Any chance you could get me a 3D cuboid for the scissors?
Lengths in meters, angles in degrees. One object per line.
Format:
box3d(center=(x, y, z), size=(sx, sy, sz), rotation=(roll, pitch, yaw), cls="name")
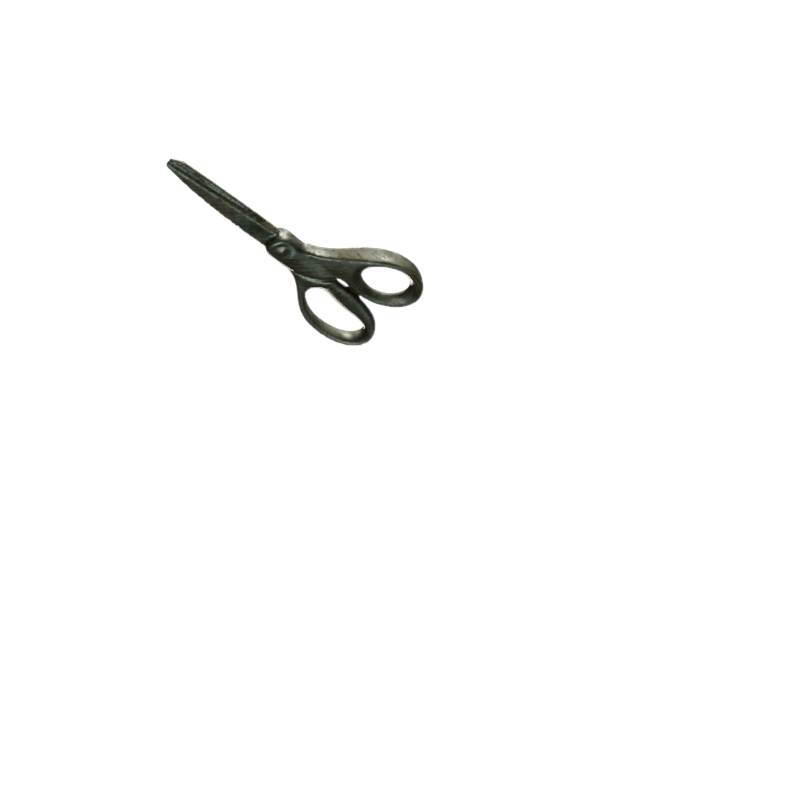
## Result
box3d(center=(-0.056, -0.102, 0.715), size=(0.097, 0.017, 0.186), rotation=(-18, -44, 20), cls="scissors")
